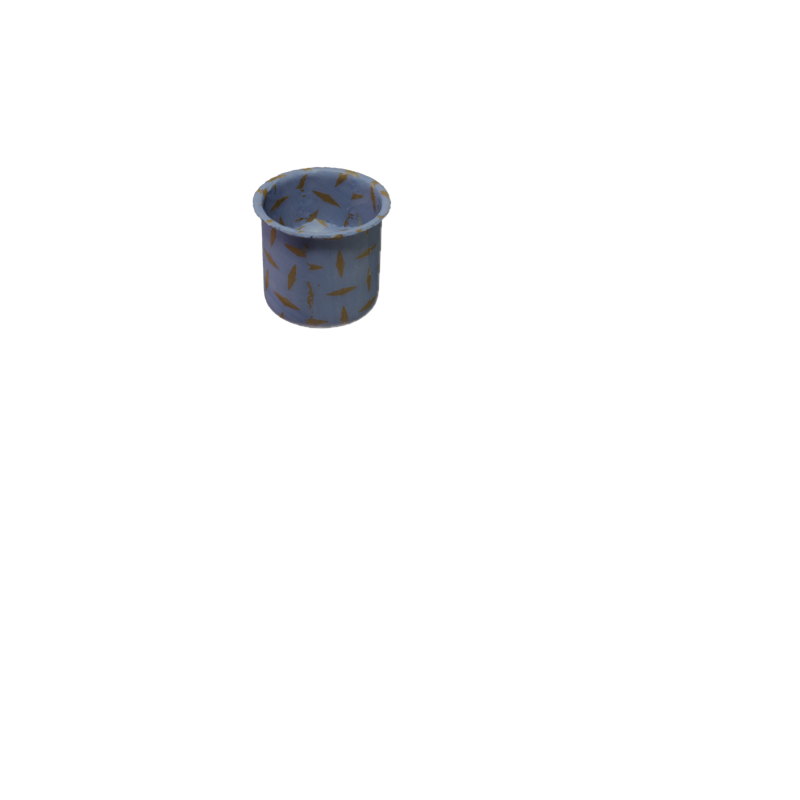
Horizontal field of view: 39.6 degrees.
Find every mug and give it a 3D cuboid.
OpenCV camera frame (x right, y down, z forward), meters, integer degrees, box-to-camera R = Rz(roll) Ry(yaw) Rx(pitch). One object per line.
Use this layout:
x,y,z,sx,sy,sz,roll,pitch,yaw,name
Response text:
-0.061,-0.110,0.773,0.092,0.076,0.126,-18,41,-24,mug
